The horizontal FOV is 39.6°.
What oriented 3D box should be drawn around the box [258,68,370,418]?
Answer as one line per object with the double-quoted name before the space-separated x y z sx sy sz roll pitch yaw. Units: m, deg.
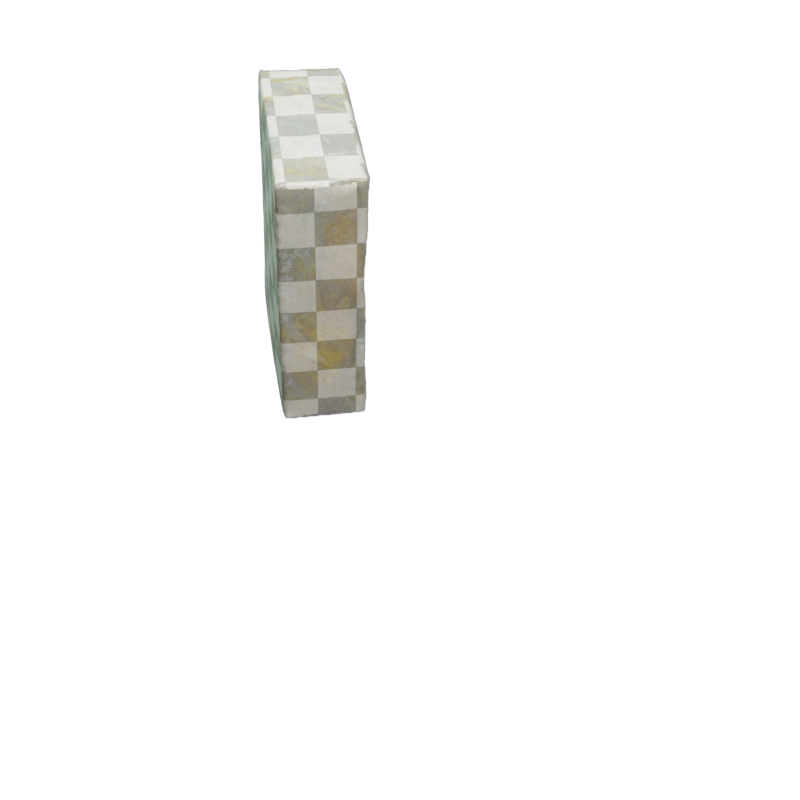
"box" -0.066 -0.120 0.840 0.071 0.199 0.177 -4 41 -9
